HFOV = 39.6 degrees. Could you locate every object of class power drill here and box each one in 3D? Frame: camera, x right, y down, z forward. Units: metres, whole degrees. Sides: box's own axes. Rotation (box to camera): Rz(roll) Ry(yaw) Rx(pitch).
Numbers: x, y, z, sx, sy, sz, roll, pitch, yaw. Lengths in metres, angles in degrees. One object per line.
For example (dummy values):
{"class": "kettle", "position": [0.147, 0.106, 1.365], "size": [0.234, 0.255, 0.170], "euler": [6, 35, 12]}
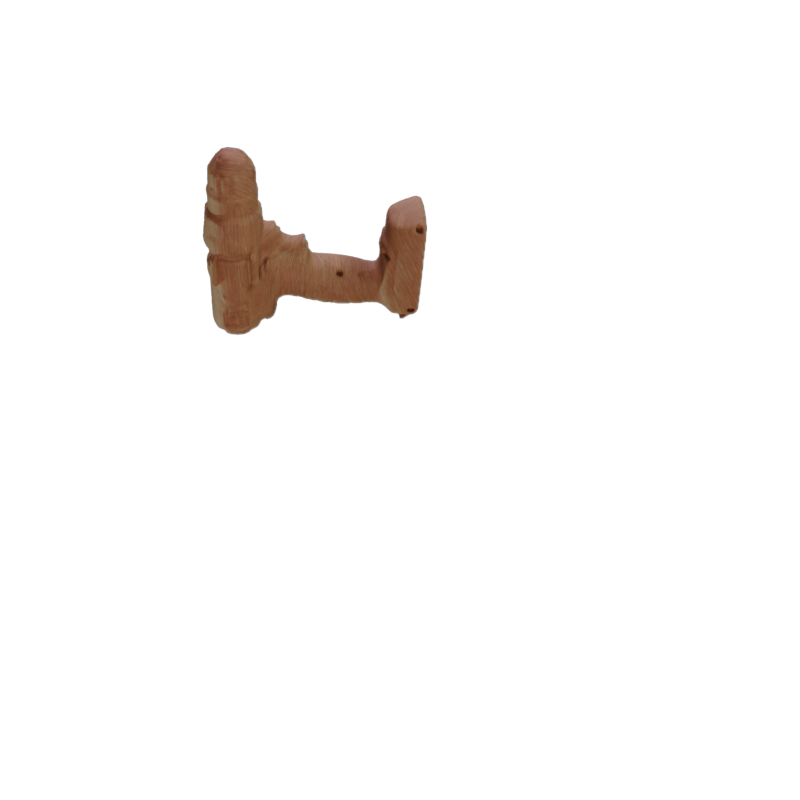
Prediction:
{"class": "power drill", "position": [-0.074, -0.135, 0.948], "size": [0.187, 0.172, 0.062], "euler": [1, 42, -2]}
